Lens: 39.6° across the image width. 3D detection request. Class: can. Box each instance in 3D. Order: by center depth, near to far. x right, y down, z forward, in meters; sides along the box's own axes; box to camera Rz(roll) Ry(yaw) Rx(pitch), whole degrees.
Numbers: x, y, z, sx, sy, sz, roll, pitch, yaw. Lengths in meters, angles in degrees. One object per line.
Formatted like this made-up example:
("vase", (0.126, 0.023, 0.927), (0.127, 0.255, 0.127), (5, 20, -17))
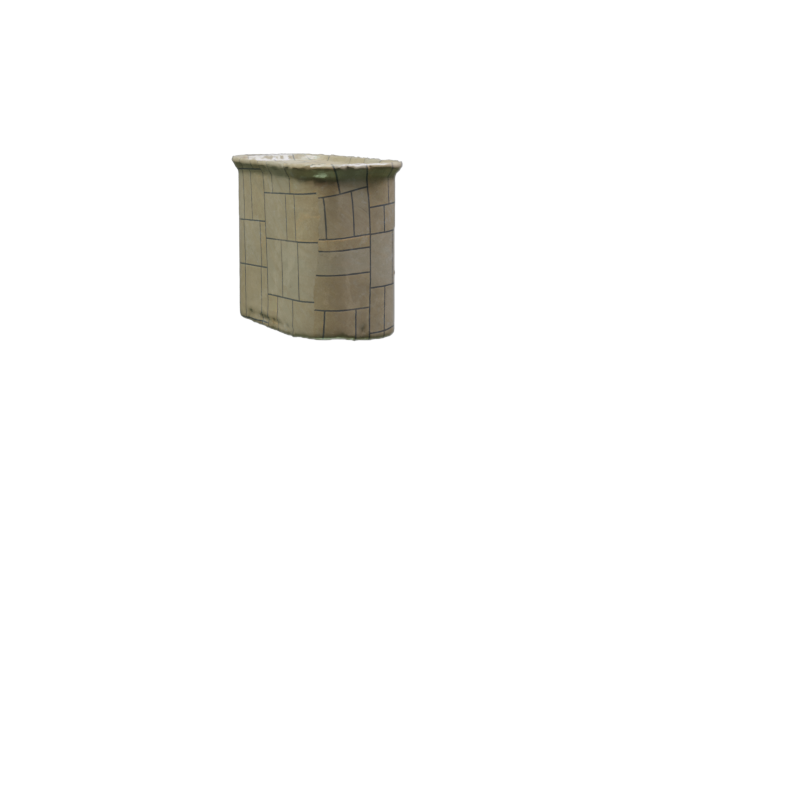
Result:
("can", (-0.043, -0.079, 0.552), (0.056, 0.082, 0.107), (-5, 13, -30))
